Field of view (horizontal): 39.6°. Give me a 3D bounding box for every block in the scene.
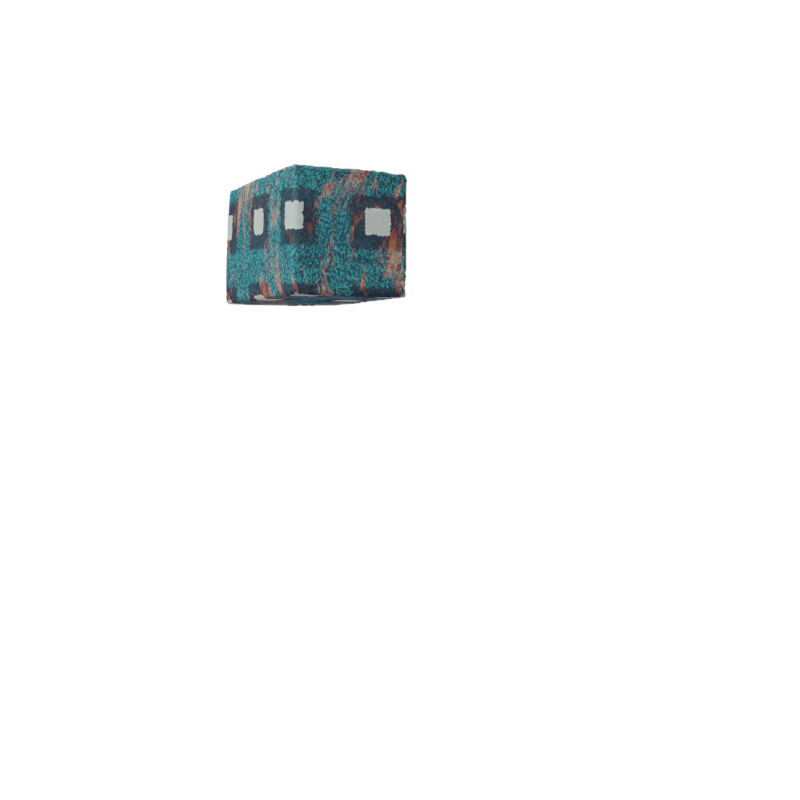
[{"bbox_3d":[-0.037,-0.068,0.474,0.051,0.052,0.080,1,-1,-27],"label":"block"}]
